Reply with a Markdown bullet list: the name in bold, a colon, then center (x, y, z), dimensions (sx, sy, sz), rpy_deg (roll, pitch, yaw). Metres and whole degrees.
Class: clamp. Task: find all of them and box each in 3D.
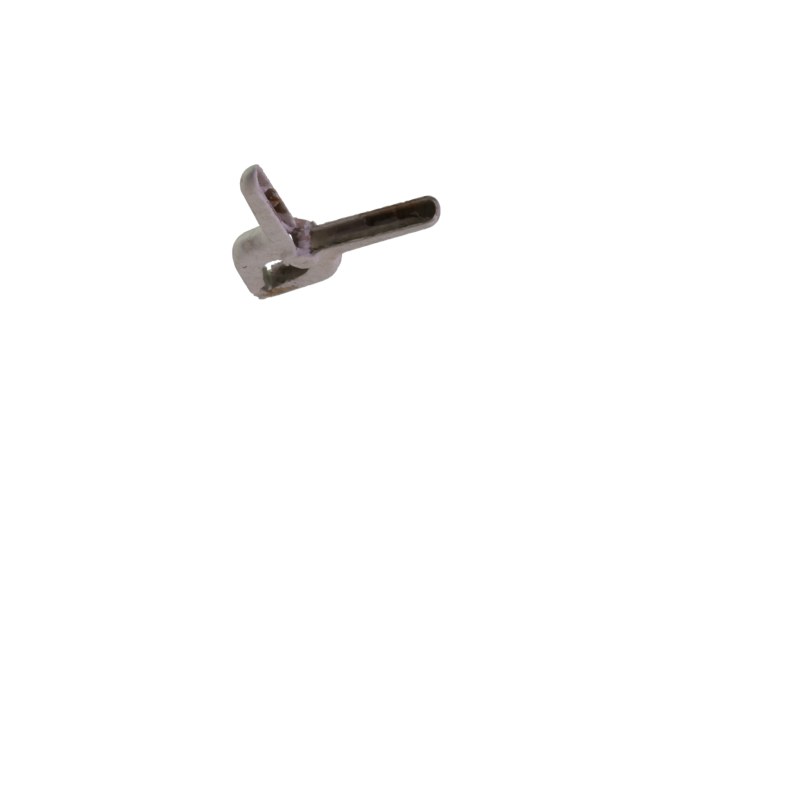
- **clamp**: center (-0.072, -0.132, 0.923), dimensions (0.160, 0.038, 0.205), rpy_deg (6, -19, -18)
